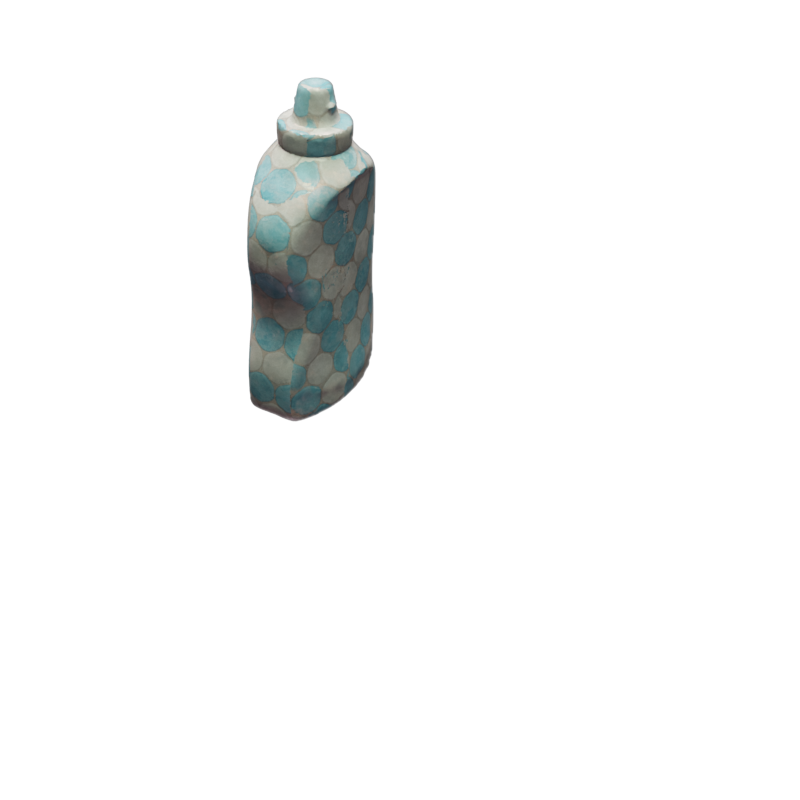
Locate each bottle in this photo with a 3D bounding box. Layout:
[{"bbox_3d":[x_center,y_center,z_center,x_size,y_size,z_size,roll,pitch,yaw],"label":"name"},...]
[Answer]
[{"bbox_3d":[-0.048,-0.089,0.625,0.061,0.180,0.097,19,37,24],"label":"bottle"}]
